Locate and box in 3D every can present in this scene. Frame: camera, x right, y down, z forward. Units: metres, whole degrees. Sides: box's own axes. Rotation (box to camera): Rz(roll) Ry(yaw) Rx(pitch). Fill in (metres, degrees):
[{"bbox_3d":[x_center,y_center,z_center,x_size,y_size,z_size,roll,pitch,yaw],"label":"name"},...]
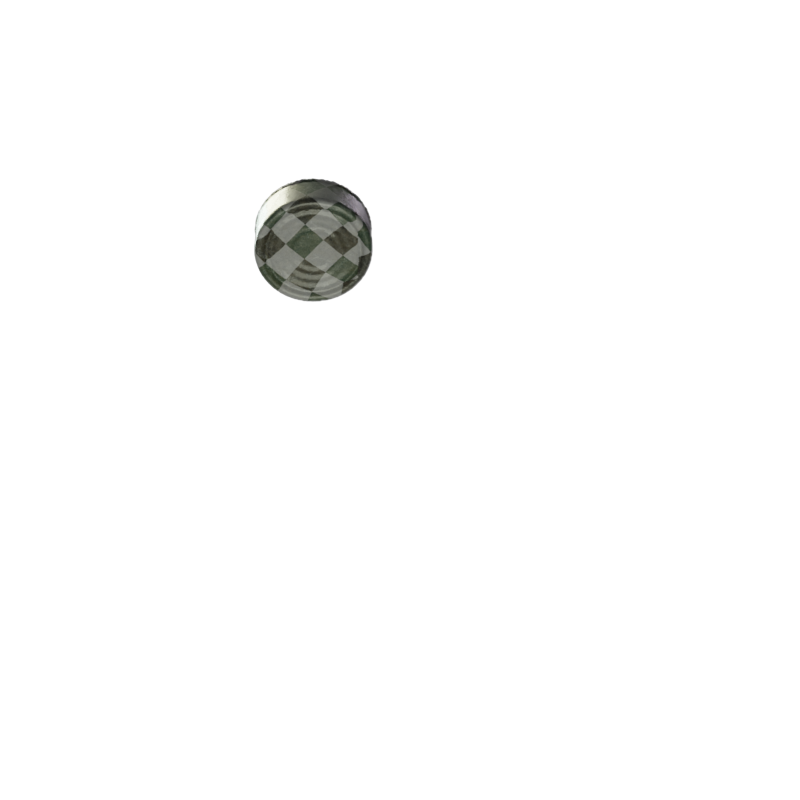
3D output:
[{"bbox_3d":[-0.062,-0.114,0.797,0.086,0.081,0.036,1,32,-1],"label":"can"}]
